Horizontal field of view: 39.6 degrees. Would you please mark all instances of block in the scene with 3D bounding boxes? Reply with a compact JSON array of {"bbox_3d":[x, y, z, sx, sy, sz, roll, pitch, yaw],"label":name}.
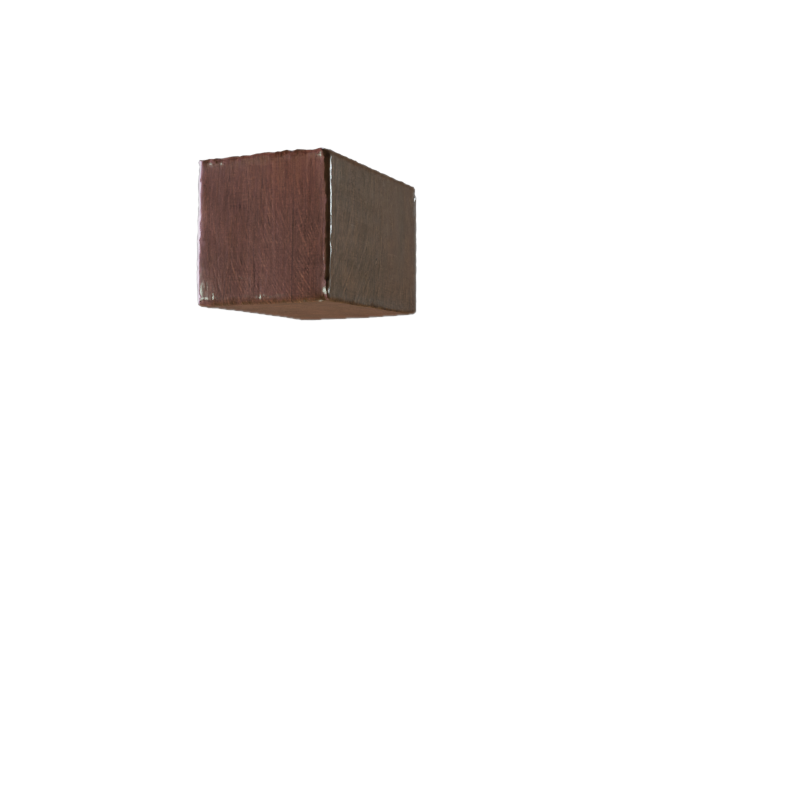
[{"bbox_3d":[-0.032,-0.058,0.403,0.054,0.052,0.075,-2,-3,24],"label":"block"}]
